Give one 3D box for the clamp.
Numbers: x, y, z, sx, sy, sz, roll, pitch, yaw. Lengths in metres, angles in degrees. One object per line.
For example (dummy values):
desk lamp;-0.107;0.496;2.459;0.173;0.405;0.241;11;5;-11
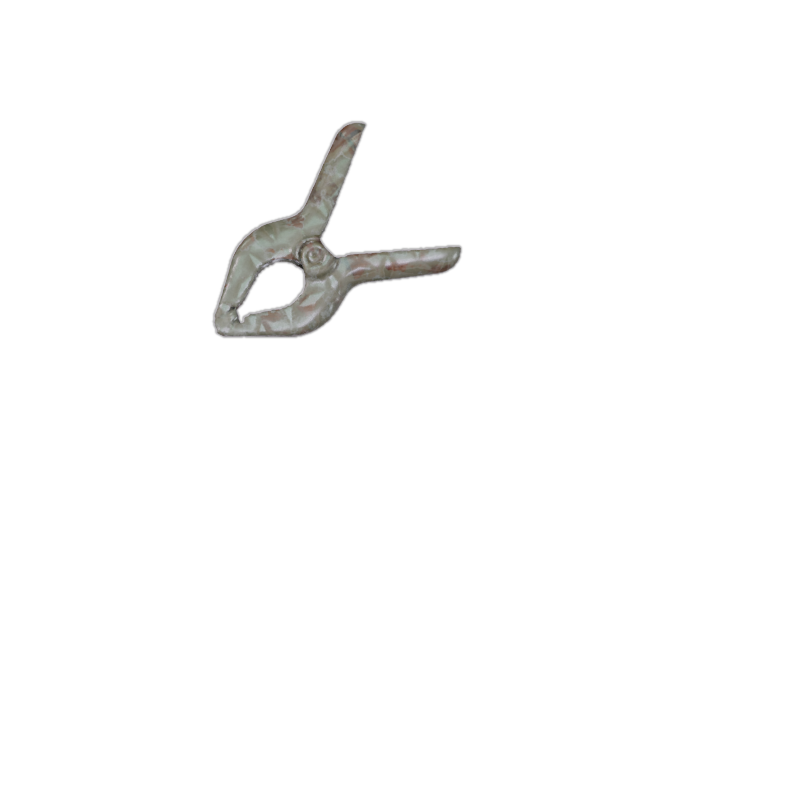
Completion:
clamp;-0.059;-0.107;0.748;0.171;0.124;0.038;-28;-12;-7
